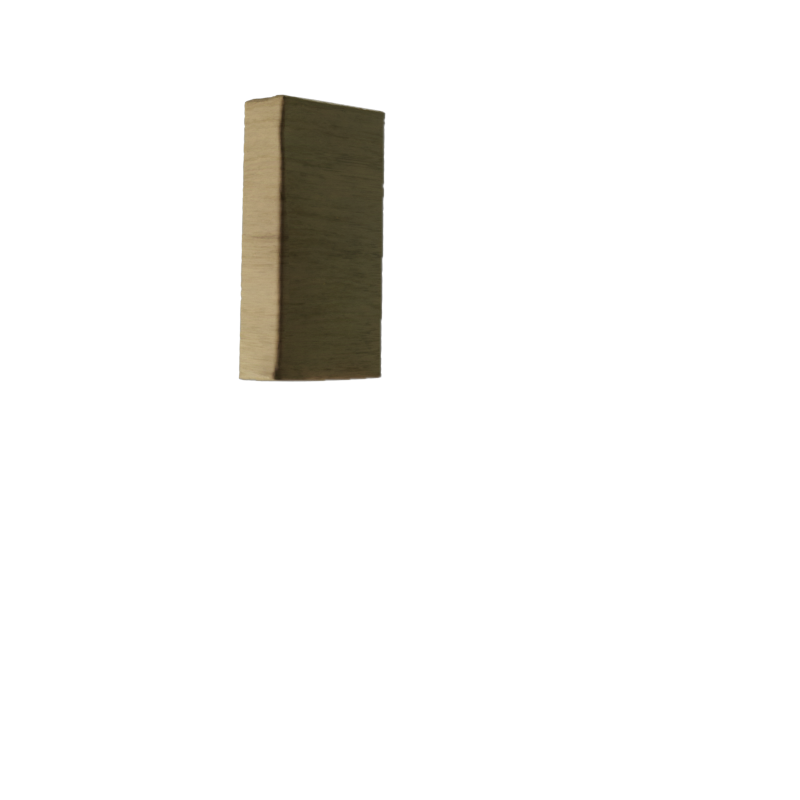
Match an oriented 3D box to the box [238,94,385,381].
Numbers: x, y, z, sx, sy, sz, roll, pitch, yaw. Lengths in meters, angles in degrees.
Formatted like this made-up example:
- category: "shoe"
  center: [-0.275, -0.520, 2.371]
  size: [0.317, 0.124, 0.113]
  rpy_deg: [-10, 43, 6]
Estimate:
- category: "box"
  center: [-0.056, -0.101, 0.710]
  size: [0.089, 0.178, 0.050]
  rpy_deg: [2, -4, -45]
